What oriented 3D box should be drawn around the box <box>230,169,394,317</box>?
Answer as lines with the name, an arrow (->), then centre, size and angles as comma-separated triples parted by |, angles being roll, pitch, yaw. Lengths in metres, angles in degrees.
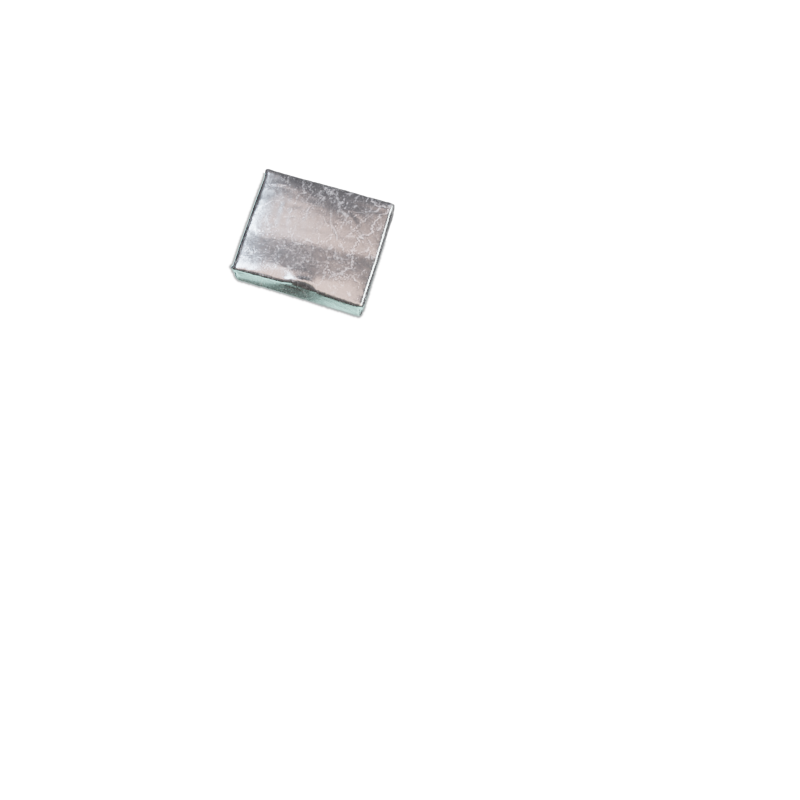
box -> -0.056, -0.103, 0.719 | 0.090, 0.075, 0.029 | 17, -17, 5
